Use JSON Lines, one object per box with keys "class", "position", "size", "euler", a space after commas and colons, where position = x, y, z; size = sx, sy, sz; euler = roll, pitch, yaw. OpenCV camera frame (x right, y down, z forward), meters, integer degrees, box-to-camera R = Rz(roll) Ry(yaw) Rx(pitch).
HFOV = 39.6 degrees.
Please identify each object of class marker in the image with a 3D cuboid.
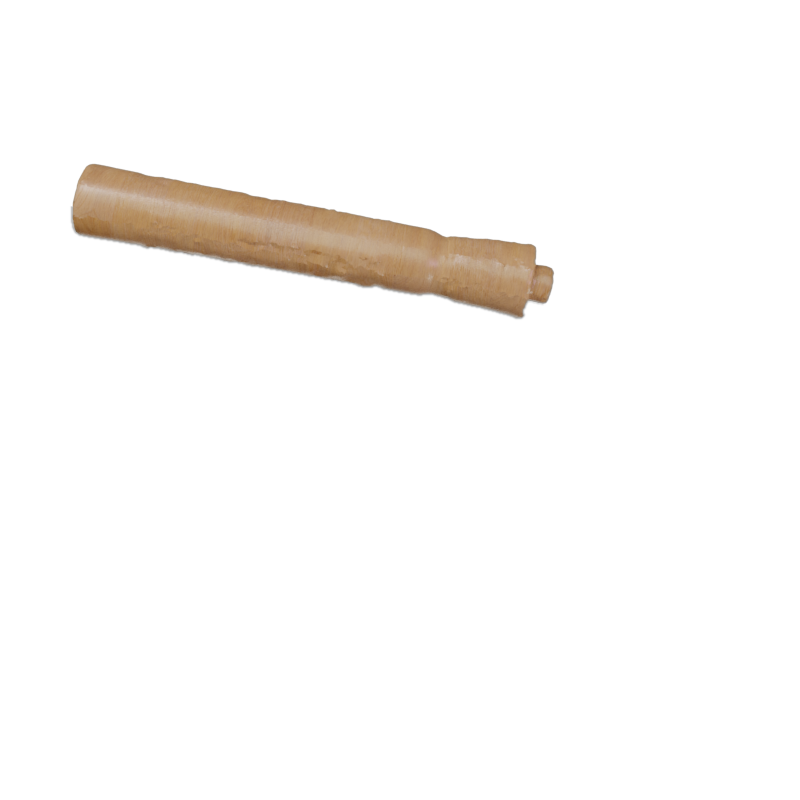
{"class": "marker", "position": [-0.022, -0.040, 0.281], "size": [0.122, 0.020, 0.020], "euler": [11, 4, 4]}
